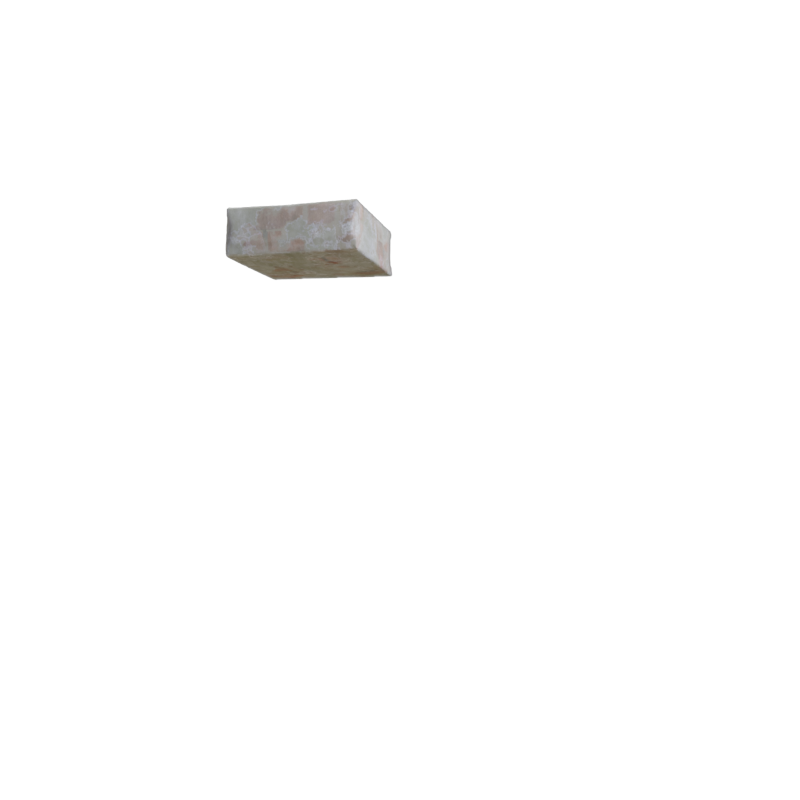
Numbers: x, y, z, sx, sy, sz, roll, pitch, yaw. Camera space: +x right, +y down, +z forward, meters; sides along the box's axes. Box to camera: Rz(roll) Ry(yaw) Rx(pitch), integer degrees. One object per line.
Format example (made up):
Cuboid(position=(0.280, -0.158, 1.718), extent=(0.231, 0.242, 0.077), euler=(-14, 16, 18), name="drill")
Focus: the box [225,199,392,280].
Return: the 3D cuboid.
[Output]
Cuboid(position=(-0.049, -0.089, 0.621), extent=(0.074, 0.031, 0.086), euler=(-1, -4, 14), name="box")
